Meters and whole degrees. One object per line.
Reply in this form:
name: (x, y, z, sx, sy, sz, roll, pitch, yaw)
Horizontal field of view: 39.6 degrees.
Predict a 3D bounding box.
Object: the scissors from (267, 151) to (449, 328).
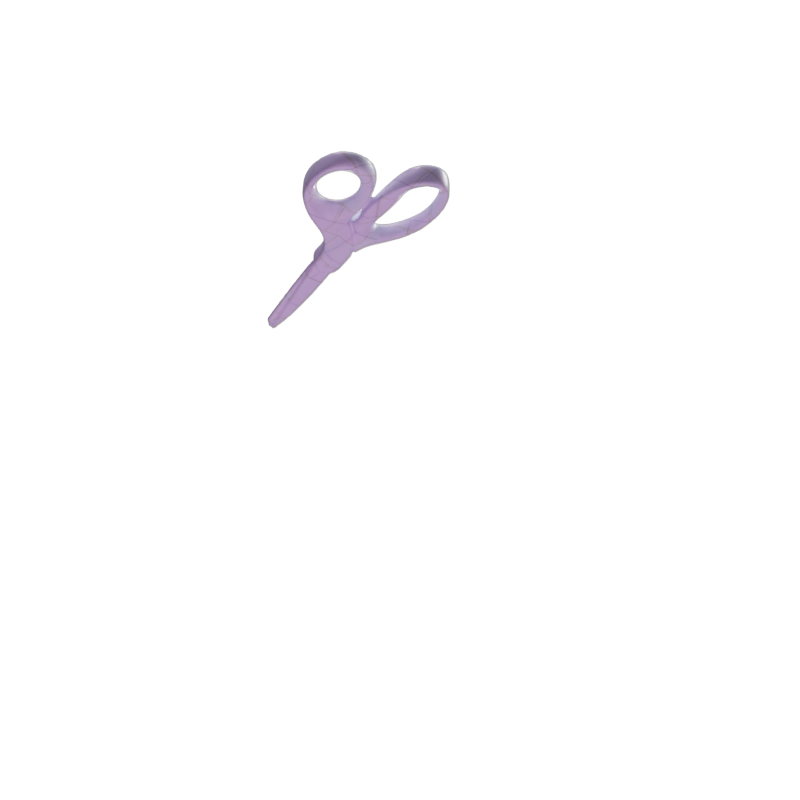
scissors: (-0.056, -0.101, 0.710, 0.090, 0.017, 0.201, 25, -38, -37)
